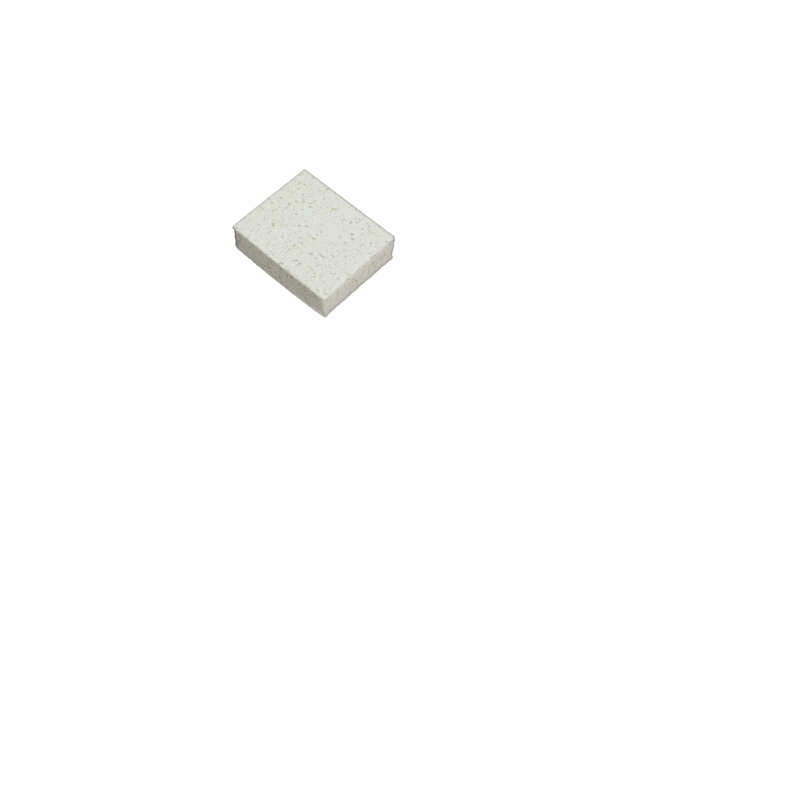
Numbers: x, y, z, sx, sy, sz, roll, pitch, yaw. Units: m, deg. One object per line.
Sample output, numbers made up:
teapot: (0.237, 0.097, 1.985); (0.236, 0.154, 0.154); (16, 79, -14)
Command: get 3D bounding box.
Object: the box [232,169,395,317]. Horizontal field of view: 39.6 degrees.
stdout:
box: (-0.075, -0.137, 0.963); (0.119, 0.091, 0.036); (39, -24, 21)
